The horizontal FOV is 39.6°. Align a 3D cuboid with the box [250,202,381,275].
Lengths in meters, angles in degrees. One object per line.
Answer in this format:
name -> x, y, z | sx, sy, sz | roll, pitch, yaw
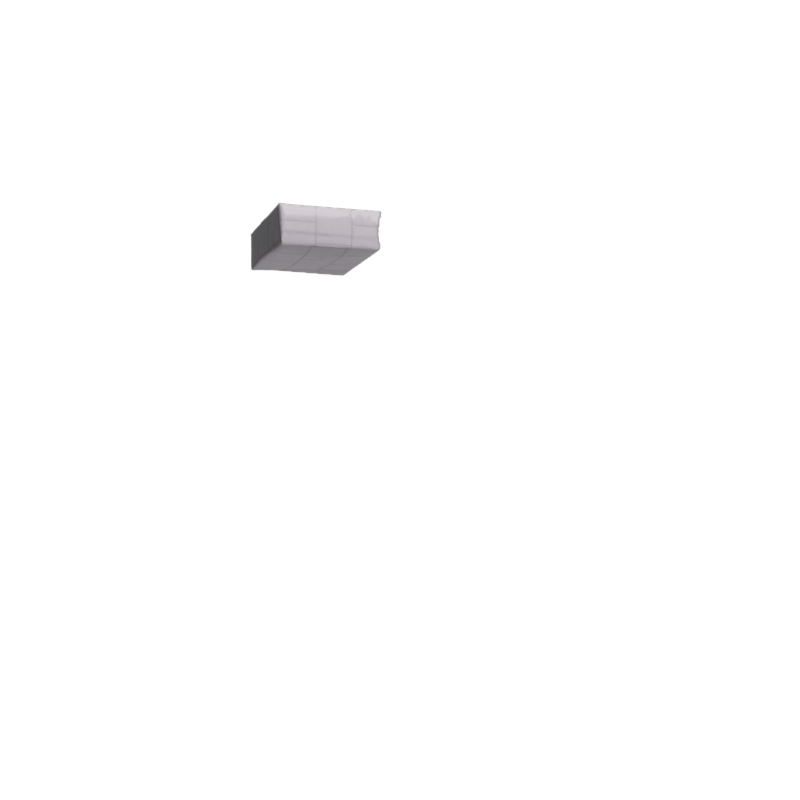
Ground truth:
box -> -0.076, -0.138, 0.964 | 0.088, 0.040, 0.114 | 2, -5, -18
